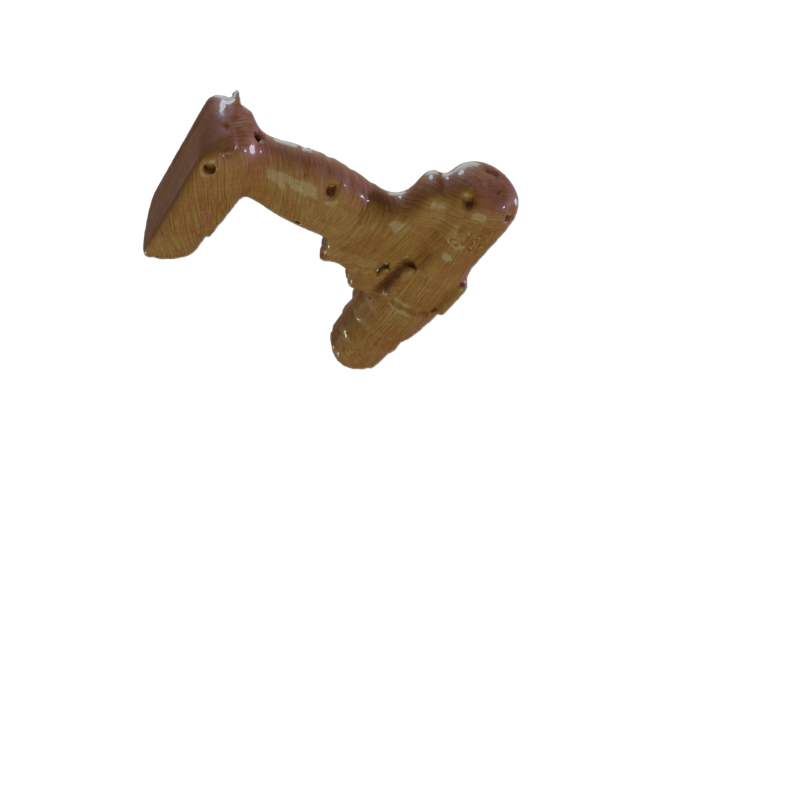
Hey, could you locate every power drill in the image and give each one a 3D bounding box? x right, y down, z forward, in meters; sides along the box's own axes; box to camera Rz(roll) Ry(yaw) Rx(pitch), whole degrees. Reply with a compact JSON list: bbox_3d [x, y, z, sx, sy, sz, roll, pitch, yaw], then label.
[{"bbox_3d":[-0.051,-0.093,0.654,0.181,0.062,0.178,17,-41,-21],"label":"power drill"}]
